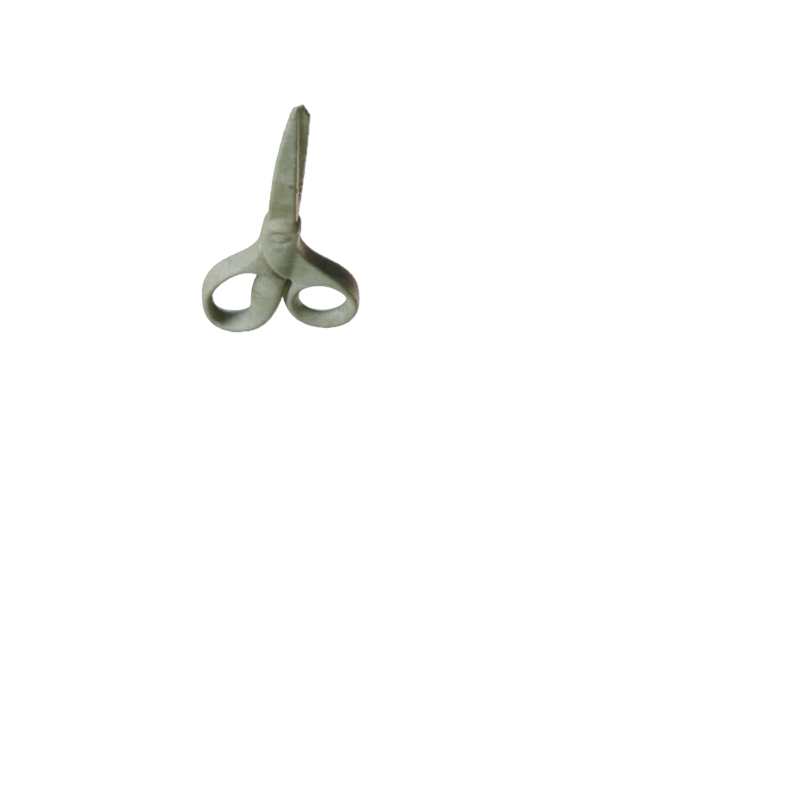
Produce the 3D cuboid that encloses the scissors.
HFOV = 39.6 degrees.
[{"bbox_3d":[-0.044,-0.081,0.566,0.093,0.017,0.197,11,-27,-22],"label":"scissors"}]
